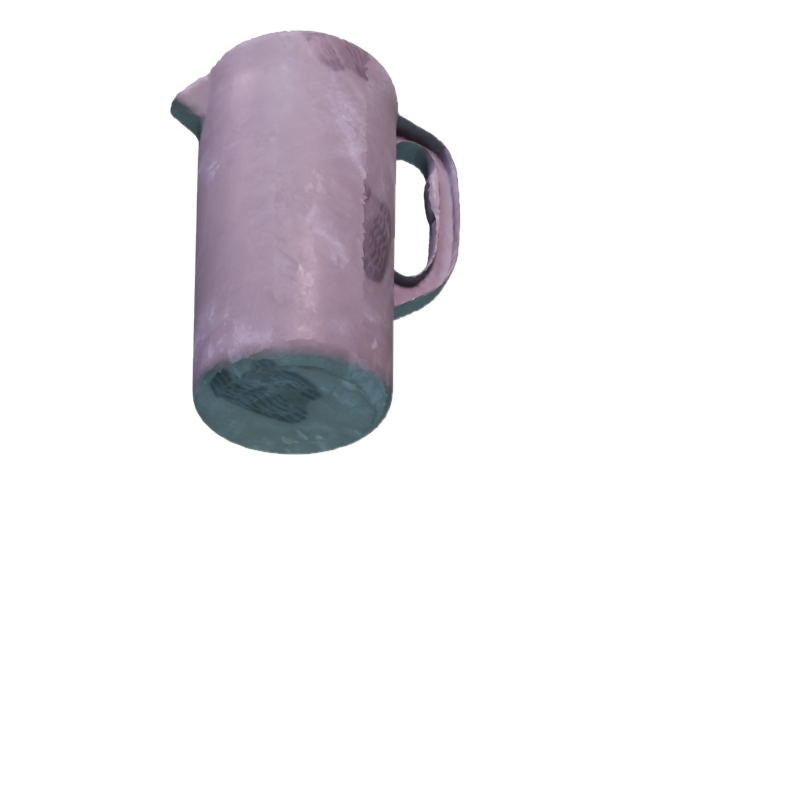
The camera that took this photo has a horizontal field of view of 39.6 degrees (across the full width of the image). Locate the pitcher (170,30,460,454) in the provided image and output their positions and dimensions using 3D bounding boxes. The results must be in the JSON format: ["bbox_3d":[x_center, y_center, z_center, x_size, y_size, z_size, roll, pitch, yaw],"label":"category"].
[{"bbox_3d":[-0.052,-0.095,0.667,0.150,0.260,0.134,-19,-39,21],"label":"pitcher"}]
